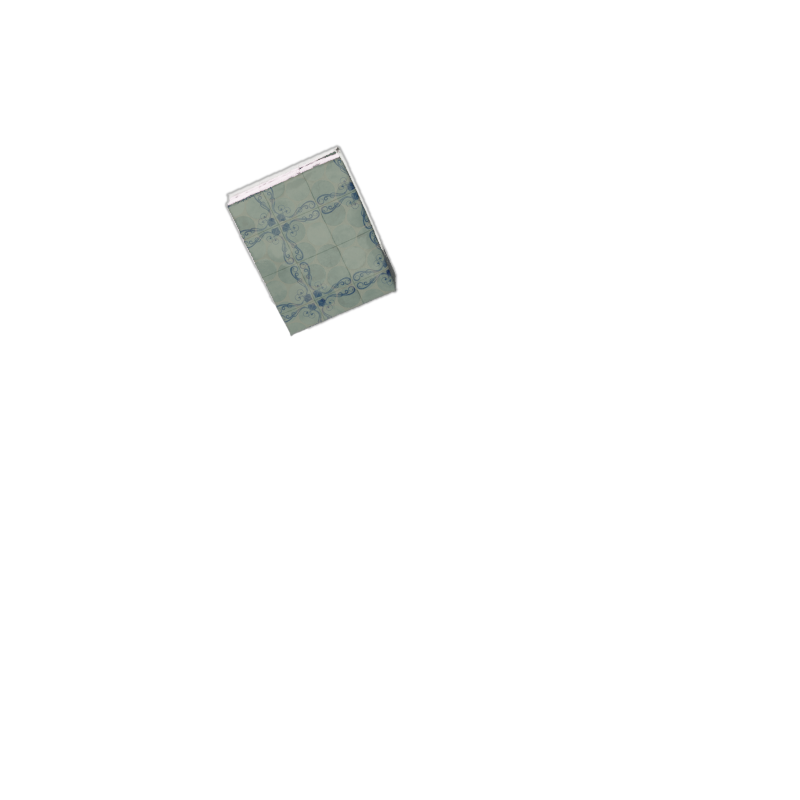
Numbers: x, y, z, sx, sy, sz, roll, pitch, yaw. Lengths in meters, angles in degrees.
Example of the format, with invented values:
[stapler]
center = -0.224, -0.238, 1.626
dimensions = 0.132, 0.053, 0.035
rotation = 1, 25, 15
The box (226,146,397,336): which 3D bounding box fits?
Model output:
[box]
center = -0.063, -0.115, 0.804
dimensions = 0.090, 0.109, 0.040
rotation = -22, 16, 6
